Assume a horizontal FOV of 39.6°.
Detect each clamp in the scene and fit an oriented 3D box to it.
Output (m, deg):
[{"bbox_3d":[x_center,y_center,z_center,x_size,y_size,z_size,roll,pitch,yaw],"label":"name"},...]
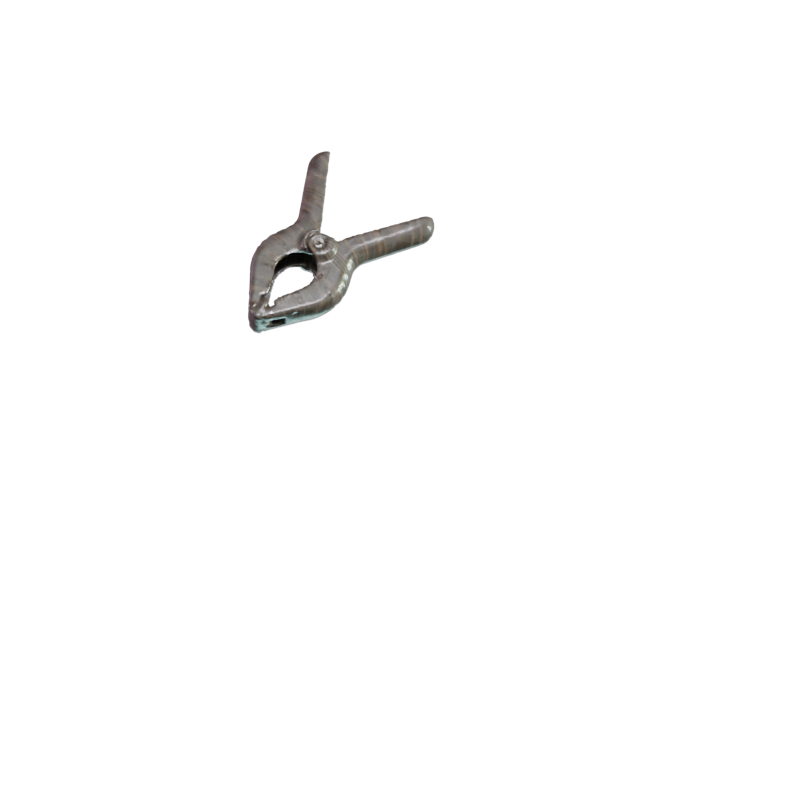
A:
[{"bbox_3d":[-0.070,-0.127,0.889,0.127,0.037,0.173,39,63,24],"label":"clamp"}]
